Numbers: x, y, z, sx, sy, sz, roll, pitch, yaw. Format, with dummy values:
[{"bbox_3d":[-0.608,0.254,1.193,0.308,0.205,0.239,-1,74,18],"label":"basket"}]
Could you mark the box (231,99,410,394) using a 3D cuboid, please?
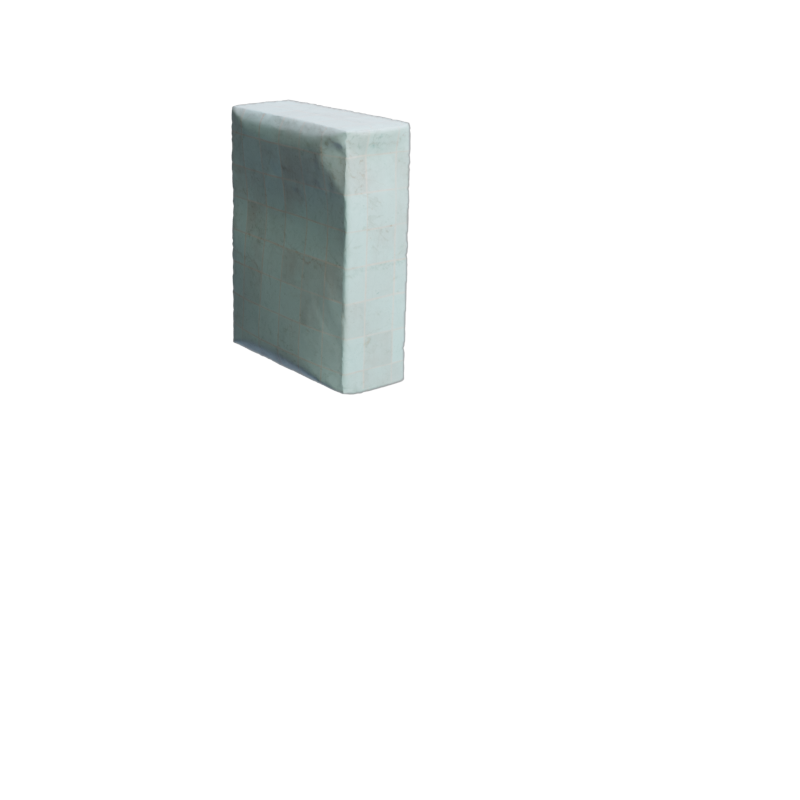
[{"bbox_3d":[-0.072,-0.130,0.914,0.070,0.206,0.174,-12,22,-37],"label":"box"}]
